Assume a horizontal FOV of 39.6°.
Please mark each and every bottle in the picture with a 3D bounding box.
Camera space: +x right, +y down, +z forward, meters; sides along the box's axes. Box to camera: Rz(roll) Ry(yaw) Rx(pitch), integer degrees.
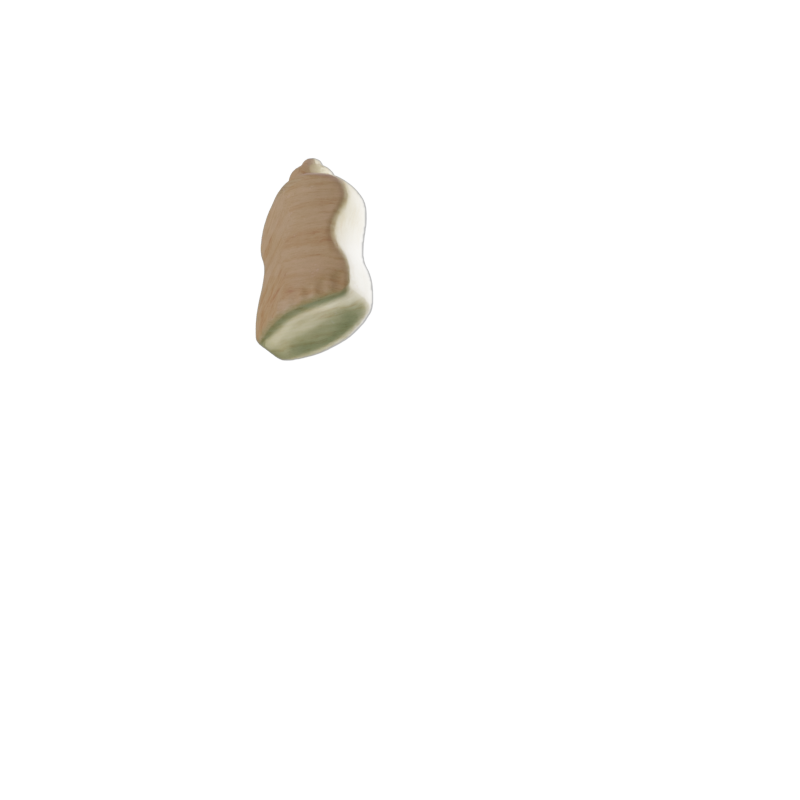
[{"bbox_3d":[-0.071,-0.129,0.901,0.096,0.206,0.054,-31,-49,27],"label":"bottle"}]
